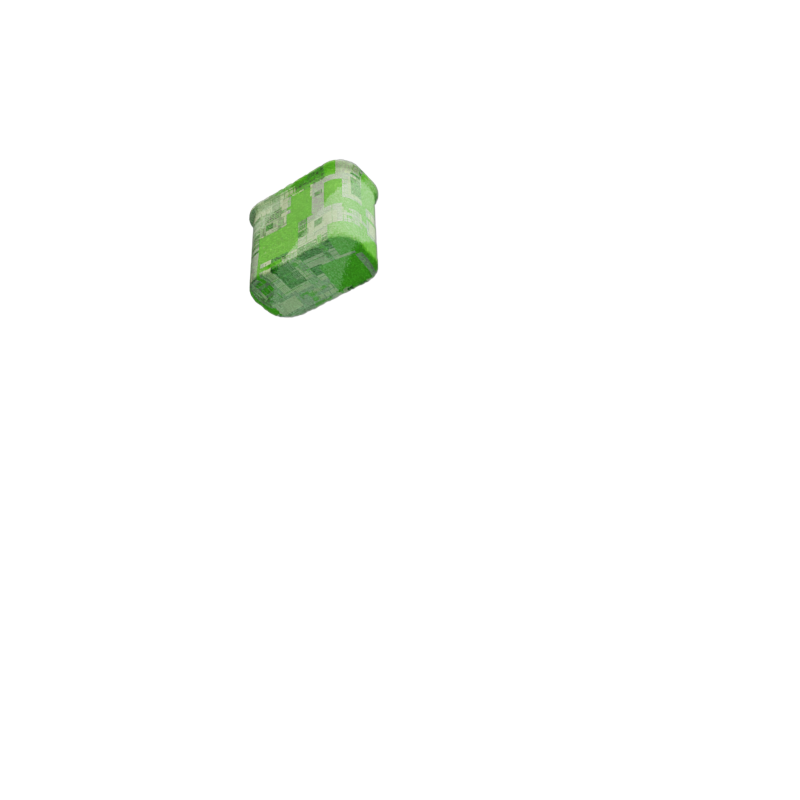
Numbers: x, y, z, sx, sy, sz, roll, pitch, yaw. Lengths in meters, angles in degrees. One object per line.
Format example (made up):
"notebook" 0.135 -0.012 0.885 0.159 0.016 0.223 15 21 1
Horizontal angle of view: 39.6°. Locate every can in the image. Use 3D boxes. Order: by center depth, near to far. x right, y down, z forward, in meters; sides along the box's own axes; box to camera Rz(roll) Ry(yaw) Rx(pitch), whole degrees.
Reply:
"can" -0.065 -0.118 0.830 0.102 0.090 0.053 -26 -48 24
